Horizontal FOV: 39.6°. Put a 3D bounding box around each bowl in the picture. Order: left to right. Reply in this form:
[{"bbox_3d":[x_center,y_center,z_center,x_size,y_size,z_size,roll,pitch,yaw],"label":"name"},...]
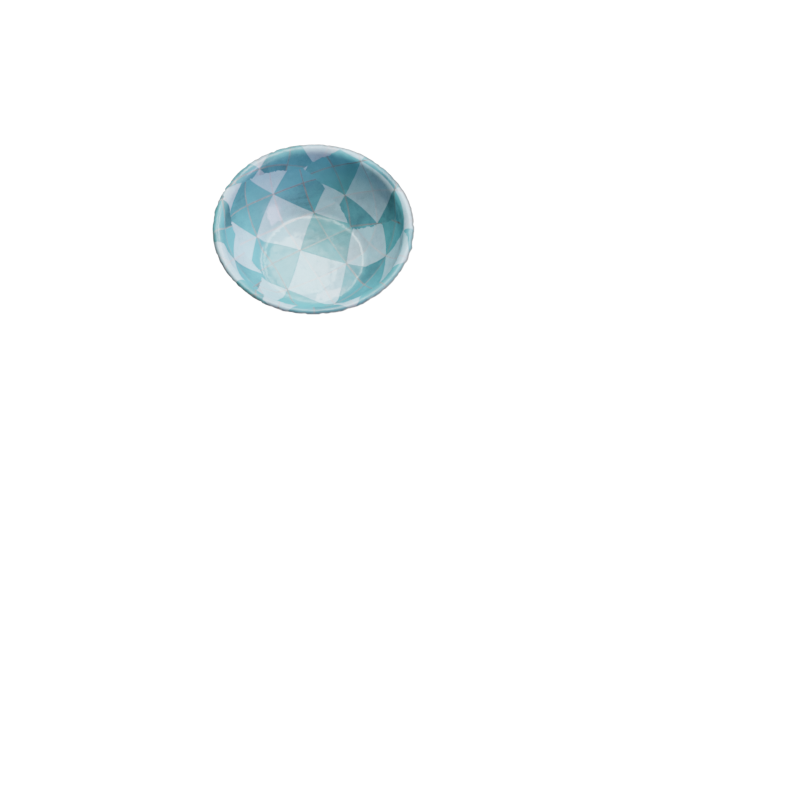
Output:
[{"bbox_3d":[-0.071,-0.130,0.911,0.162,0.173,0.052,-1,-29,-1],"label":"bowl"}]
